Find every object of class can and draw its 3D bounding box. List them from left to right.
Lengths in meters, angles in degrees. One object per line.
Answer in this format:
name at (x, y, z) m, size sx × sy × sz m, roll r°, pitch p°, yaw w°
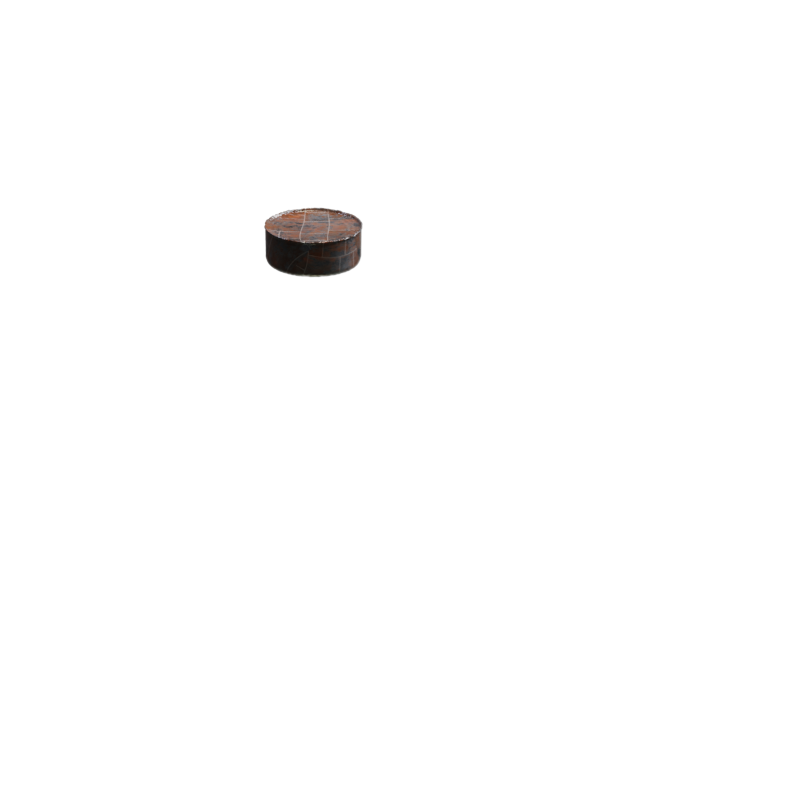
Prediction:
can at (-0.076, -0.139, 0.972) m, size 0.086 × 0.032 × 0.091 m, roll -1°, pitch 28°, yaw -2°
